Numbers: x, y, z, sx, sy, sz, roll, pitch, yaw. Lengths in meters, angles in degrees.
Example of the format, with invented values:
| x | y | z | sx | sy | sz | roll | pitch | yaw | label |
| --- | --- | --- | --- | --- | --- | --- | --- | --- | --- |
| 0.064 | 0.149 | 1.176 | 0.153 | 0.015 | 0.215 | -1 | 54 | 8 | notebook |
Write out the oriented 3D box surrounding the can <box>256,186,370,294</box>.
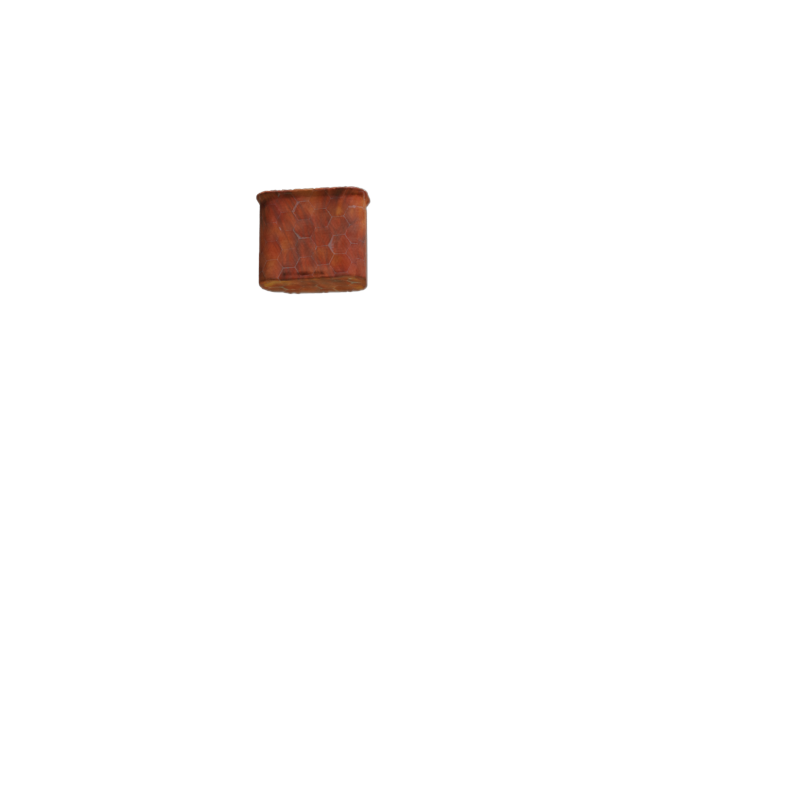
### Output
| x | y | z | sx | sy | sz | roll | pitch | yaw | label |
| --- | --- | --- | --- | --- | --- | --- | --- | --- | --- |
| -0.078 | -0.142 | 0.996 | 0.103 | 0.087 | 0.055 | -2 | -14 | 8 | can |
